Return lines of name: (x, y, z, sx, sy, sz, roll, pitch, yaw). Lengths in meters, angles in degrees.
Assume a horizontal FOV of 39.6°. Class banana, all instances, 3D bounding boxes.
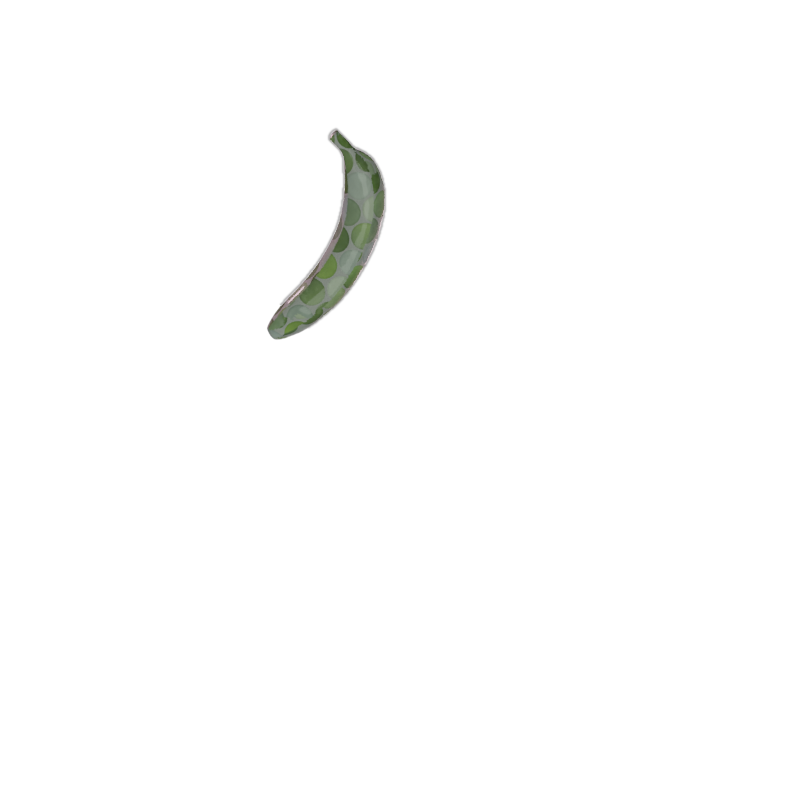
banana: (-0.057, -0.136, 0.967, 0.069, 0.192, 0.038, 17, 17, -7)
